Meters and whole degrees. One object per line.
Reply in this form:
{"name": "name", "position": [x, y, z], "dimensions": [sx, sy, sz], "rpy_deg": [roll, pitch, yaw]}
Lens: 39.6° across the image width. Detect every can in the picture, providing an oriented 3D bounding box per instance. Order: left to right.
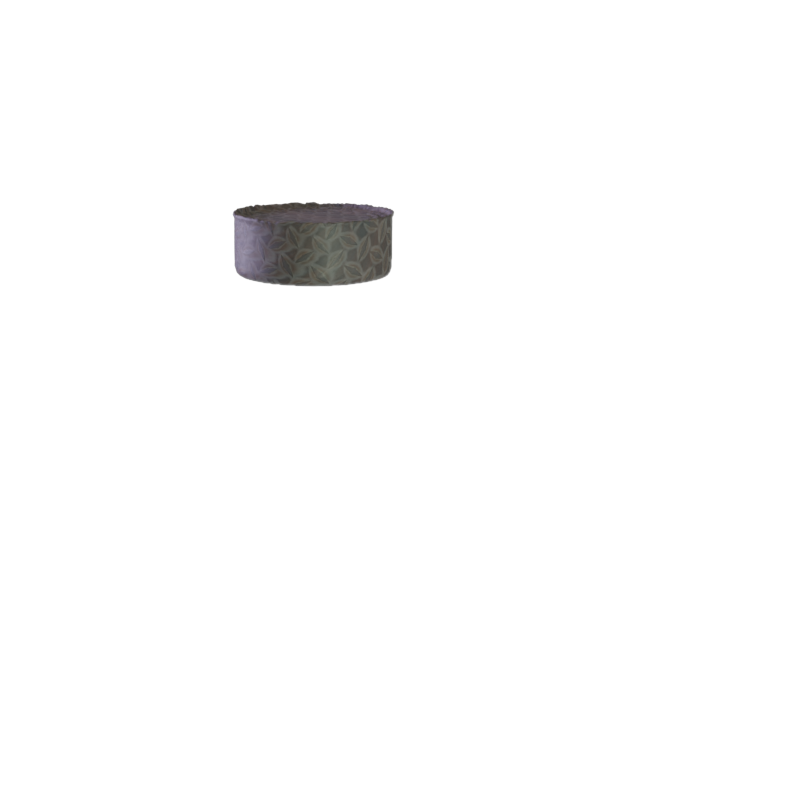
{"name": "can", "position": [-0.046, -0.085, 0.593], "dimensions": [0.086, 0.033, 0.089], "rpy_deg": [0, 15, -2]}
